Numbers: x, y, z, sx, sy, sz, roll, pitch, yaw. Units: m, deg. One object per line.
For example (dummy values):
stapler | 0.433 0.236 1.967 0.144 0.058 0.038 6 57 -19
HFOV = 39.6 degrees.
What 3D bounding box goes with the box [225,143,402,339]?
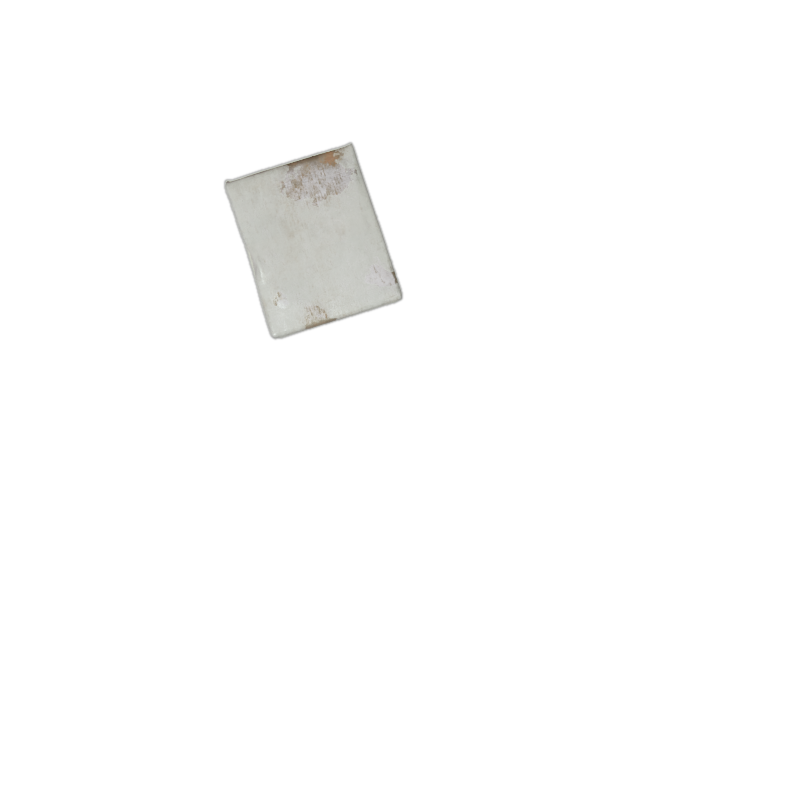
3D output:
box | -0.047 -0.085 0.597 0.073 0.090 0.030 -17 -4 -2
